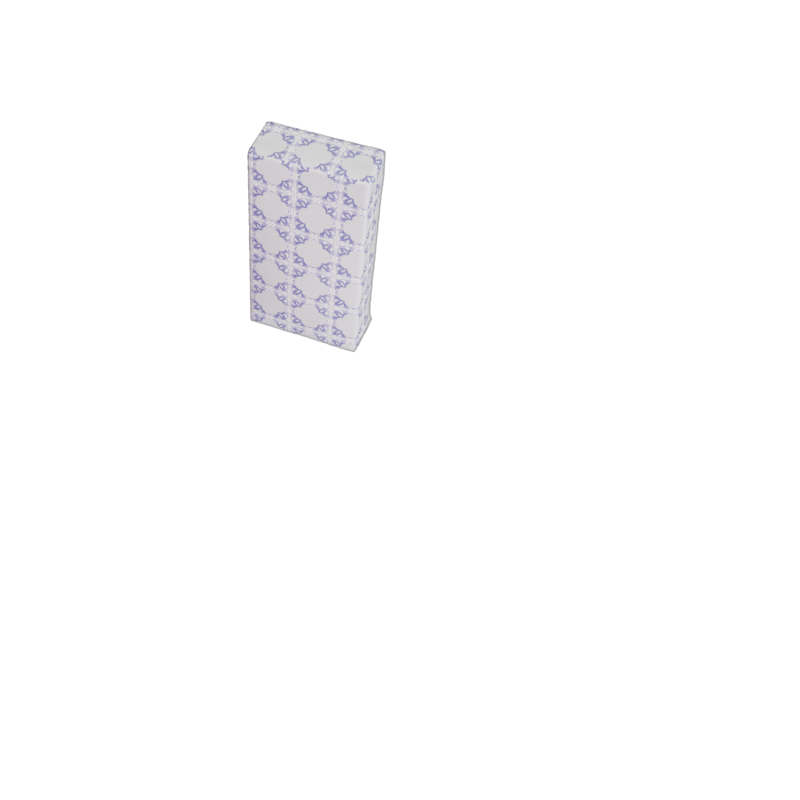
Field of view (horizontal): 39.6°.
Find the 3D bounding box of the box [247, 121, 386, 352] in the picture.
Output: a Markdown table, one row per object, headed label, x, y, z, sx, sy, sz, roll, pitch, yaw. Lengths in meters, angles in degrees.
| label | x | y | z | sx | sy | sz | roll | pitch | yaw |
| --- | --- | --- | --- | --- | --- | --- | --- | --- | --- |
| box | -0.065 | -0.118 | 0.827 | 0.096 | 0.050 | 0.164 | 17 | -39 | 11 |
